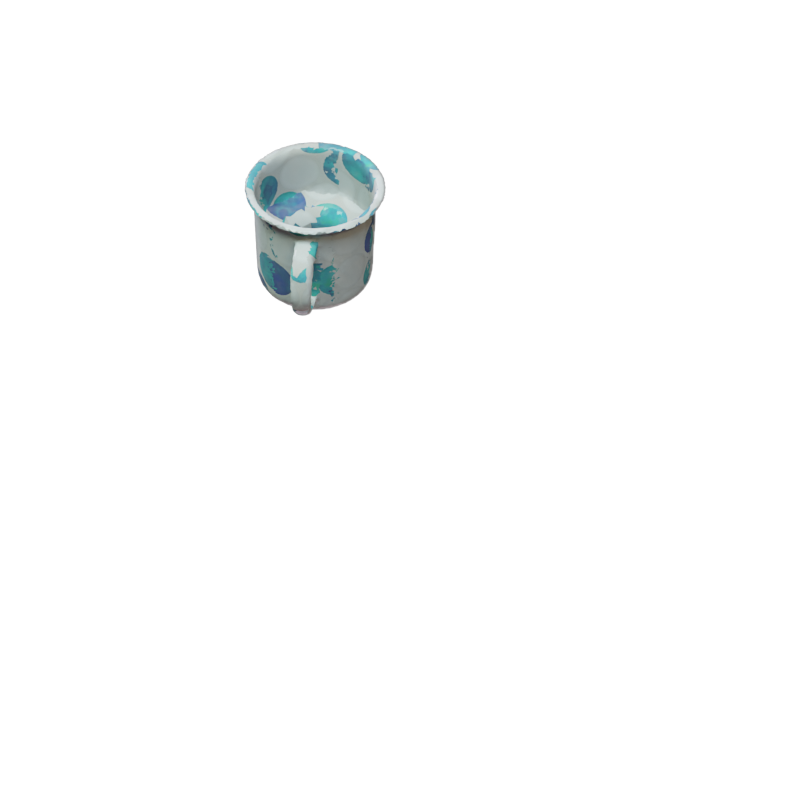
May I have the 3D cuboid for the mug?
[{"bbox_3d":[-0.059,-0.107,0.751,0.093,0.125,0.076,3,-43,1],"label":"mug"}]
